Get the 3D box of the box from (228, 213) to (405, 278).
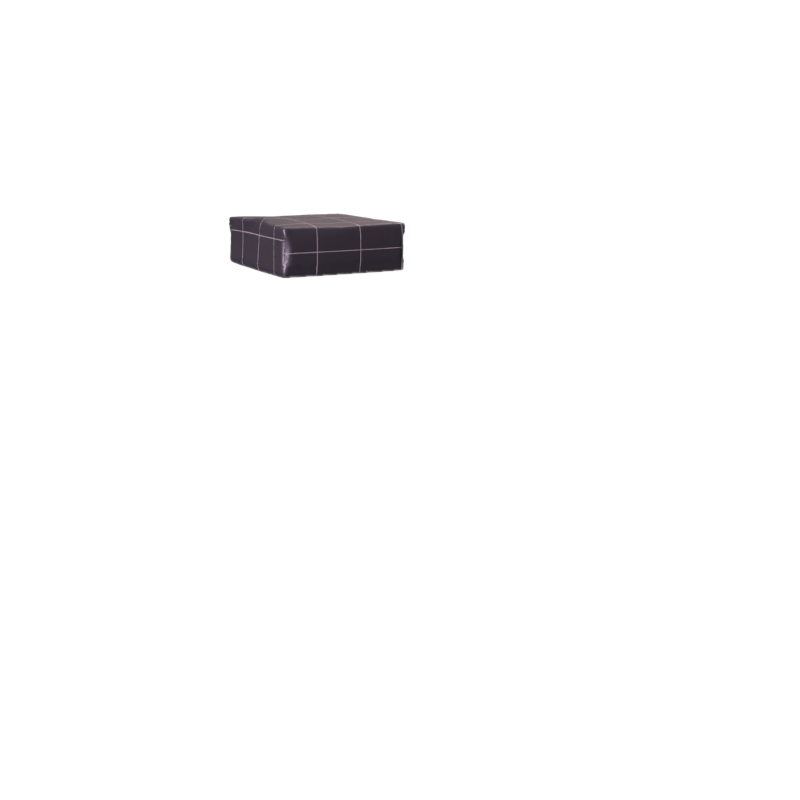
[{"bbox_3d":[-0.050,-0.090,0.634,0.071,0.029,0.094,-6,14,-25],"label":"box"}]
